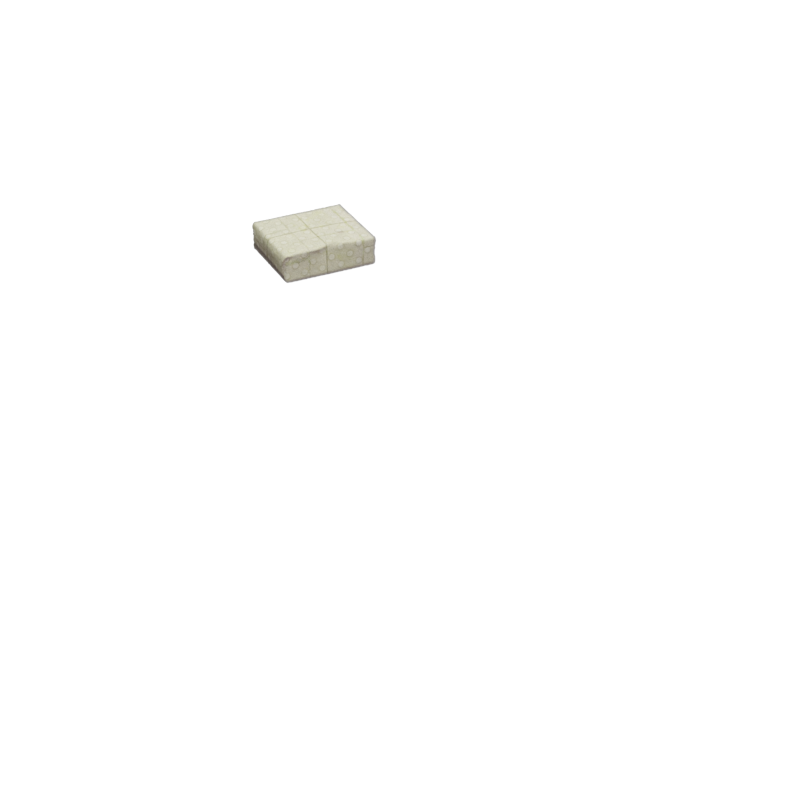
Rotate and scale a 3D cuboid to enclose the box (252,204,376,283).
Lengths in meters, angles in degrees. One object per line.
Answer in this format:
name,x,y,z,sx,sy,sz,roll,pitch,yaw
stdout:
box,-0.077,-0.140,0.979,0.088,0.028,0.079,-15,36,-22
